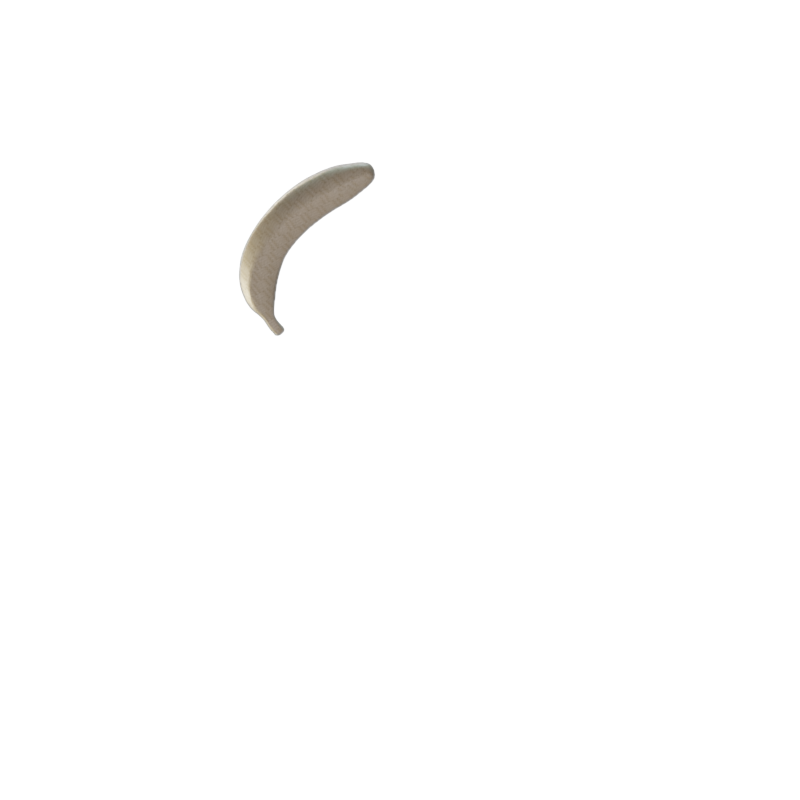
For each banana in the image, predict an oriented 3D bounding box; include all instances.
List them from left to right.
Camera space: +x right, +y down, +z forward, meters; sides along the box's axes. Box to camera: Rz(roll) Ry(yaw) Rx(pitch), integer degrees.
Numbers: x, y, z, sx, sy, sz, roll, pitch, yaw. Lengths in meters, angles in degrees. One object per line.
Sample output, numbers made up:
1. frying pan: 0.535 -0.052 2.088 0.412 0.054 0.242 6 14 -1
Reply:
1. banana: -0.096 -0.145 0.991 0.067 0.191 0.039 23 34 -18
